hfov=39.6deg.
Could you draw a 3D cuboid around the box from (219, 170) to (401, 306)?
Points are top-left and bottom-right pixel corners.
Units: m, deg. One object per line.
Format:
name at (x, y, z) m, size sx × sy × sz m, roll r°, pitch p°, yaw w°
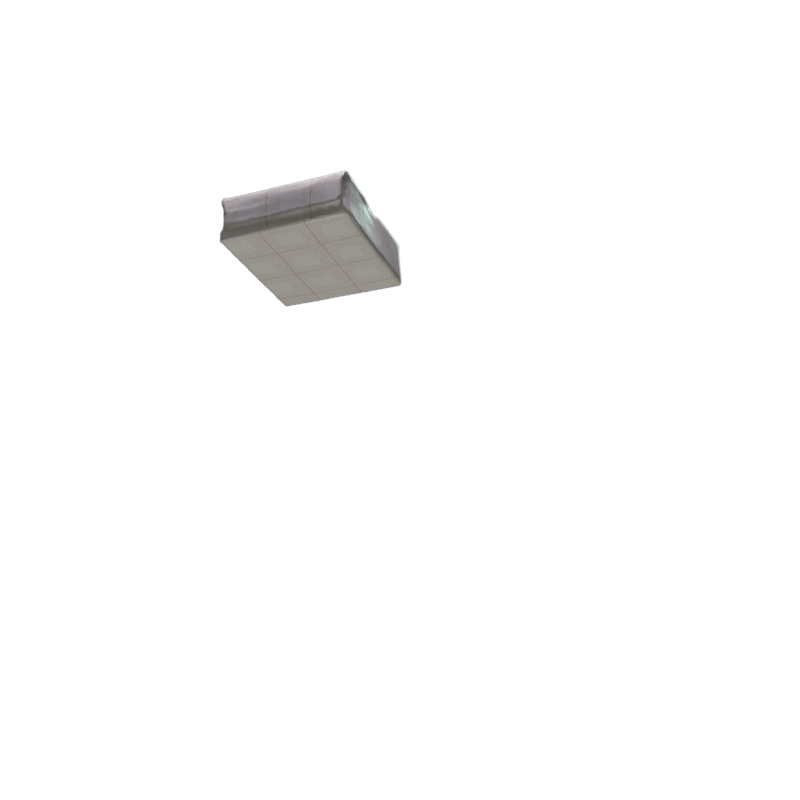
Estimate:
box at (-0.048, -0.087, 0.612) m, size 0.074 × 0.032 × 0.083 m, roll -9°, pitch -26°, yaw 19°
